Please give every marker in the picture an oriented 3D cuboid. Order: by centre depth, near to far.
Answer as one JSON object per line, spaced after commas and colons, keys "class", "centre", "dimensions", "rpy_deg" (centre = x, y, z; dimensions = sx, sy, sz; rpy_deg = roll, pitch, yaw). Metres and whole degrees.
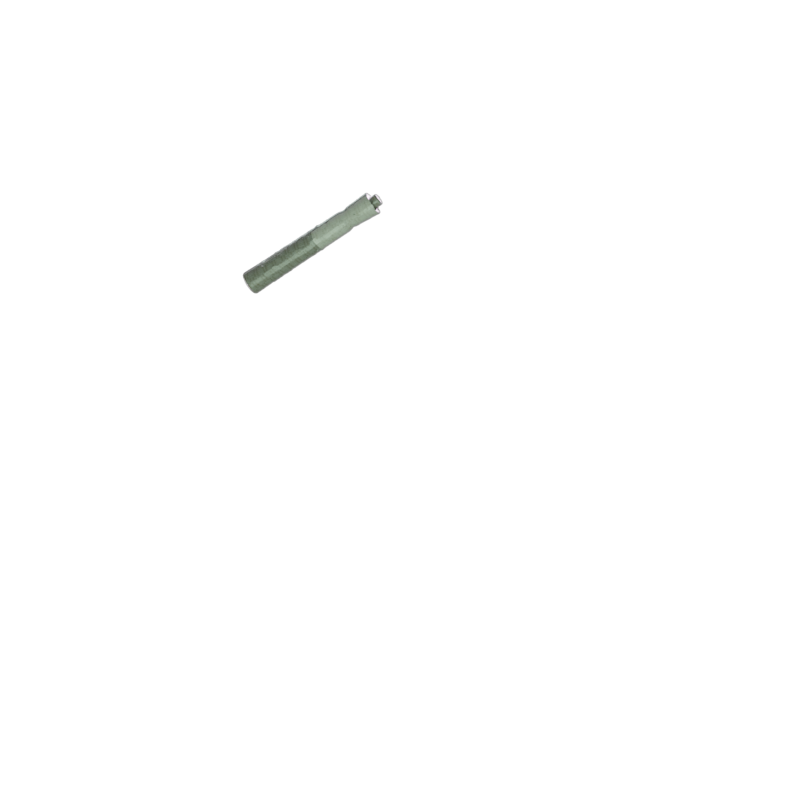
{"class": "marker", "centre": [-0.065, -0.119, 0.836], "dimensions": [0.121, 0.020, 0.019], "rpy_deg": [-31, -4, 14]}
